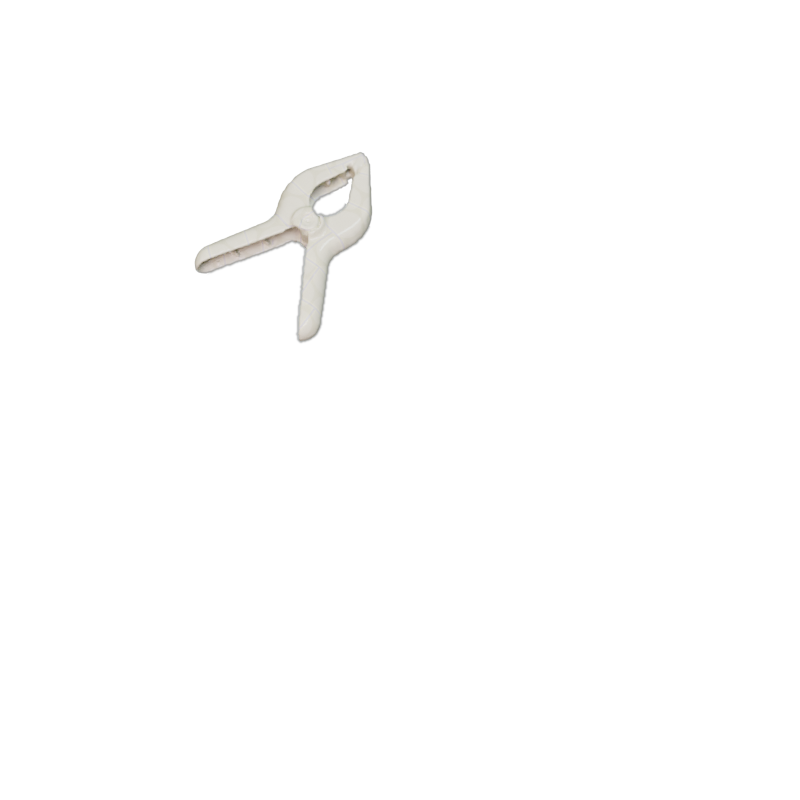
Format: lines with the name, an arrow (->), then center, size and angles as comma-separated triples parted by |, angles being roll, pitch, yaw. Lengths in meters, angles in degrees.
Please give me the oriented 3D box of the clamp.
clamp -> -0.072, -0.131, 0.919 | 0.125, 0.173, 0.037 | 42, -15, 14
